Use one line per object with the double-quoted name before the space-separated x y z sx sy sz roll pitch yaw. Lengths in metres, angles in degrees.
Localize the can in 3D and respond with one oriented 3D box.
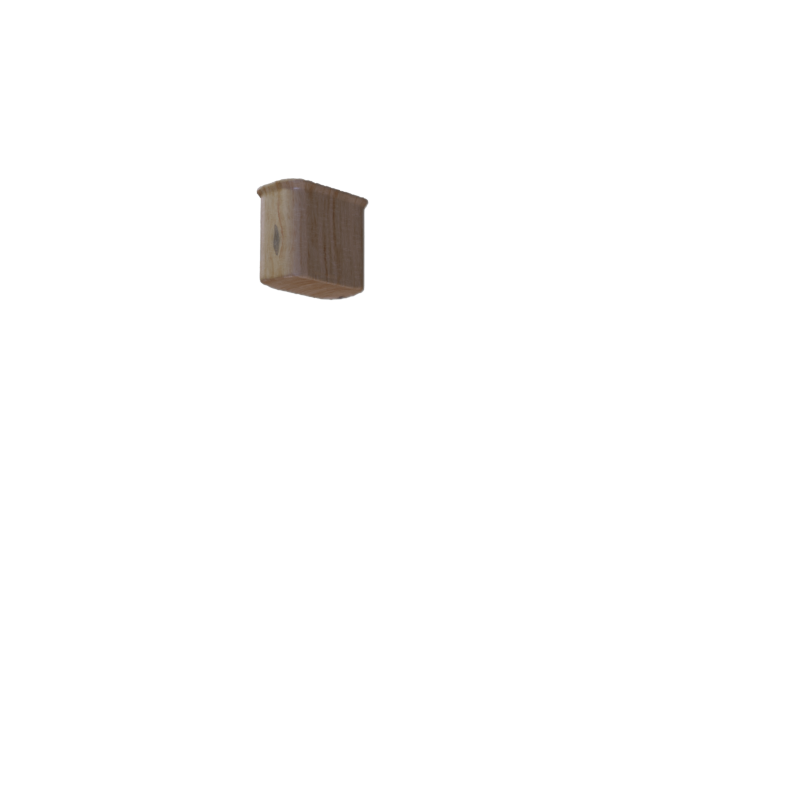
"can" -0.075 -0.136 0.954 0.059 0.087 0.097 -12 -16 42
